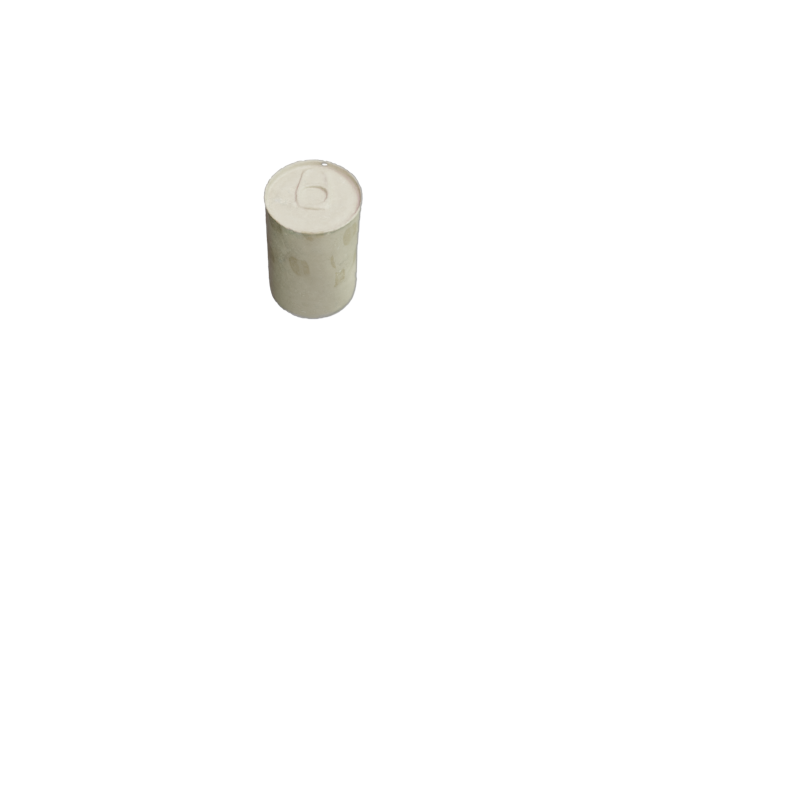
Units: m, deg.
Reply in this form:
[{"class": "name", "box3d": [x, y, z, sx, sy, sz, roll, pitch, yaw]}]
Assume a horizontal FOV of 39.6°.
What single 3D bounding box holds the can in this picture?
[{"class": "can", "box3d": [-0.062, -0.114, 0.797, 0.068, 0.073, 0.095, 0, -35, -3]}]
